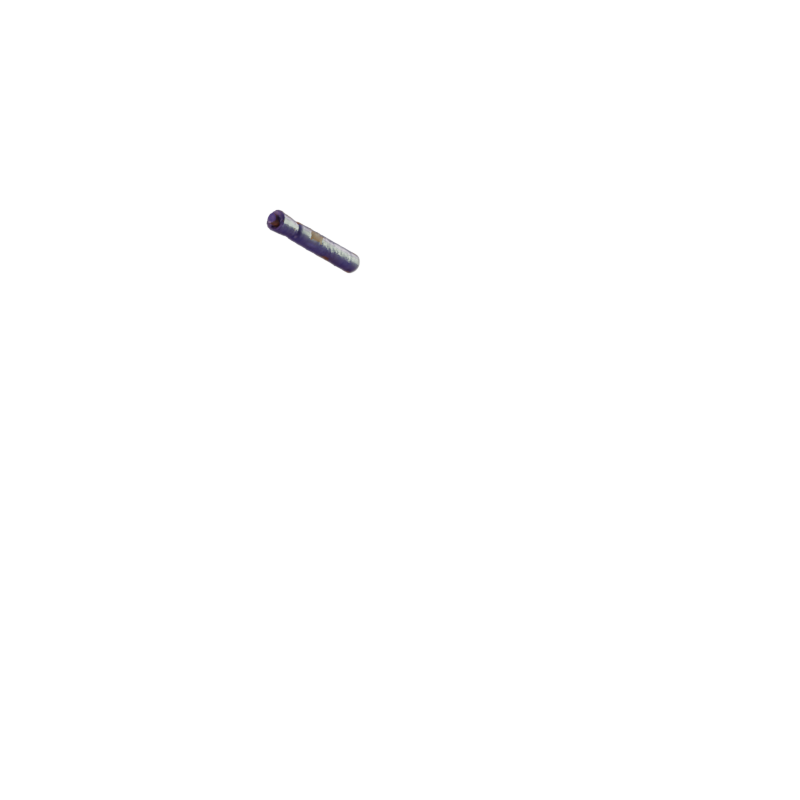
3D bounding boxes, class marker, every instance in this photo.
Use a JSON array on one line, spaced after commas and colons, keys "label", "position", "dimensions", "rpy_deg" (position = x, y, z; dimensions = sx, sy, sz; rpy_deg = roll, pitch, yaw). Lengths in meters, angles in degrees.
[{"label": "marker", "position": [-0.076, -0.138, 0.968], "dimensions": [0.020, 0.020, 0.113], "rpy_deg": [3, -12, 36]}]
